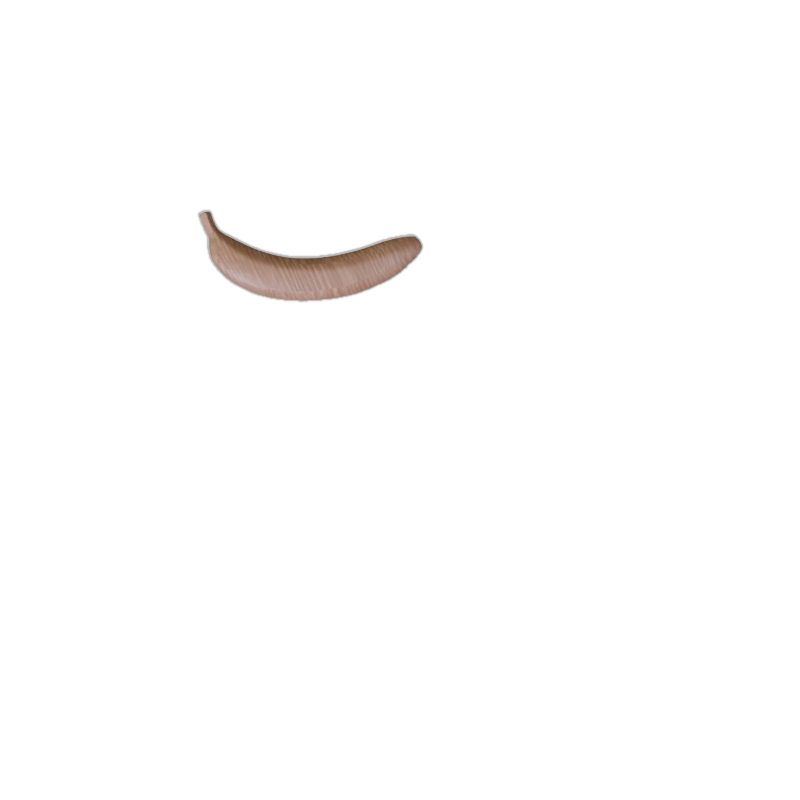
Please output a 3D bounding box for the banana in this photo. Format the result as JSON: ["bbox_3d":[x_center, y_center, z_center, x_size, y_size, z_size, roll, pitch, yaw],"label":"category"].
[{"bbox_3d":[-0.082,-0.120,0.963,0.198,0.070,0.037,7,1,0],"label":"banana"}]
